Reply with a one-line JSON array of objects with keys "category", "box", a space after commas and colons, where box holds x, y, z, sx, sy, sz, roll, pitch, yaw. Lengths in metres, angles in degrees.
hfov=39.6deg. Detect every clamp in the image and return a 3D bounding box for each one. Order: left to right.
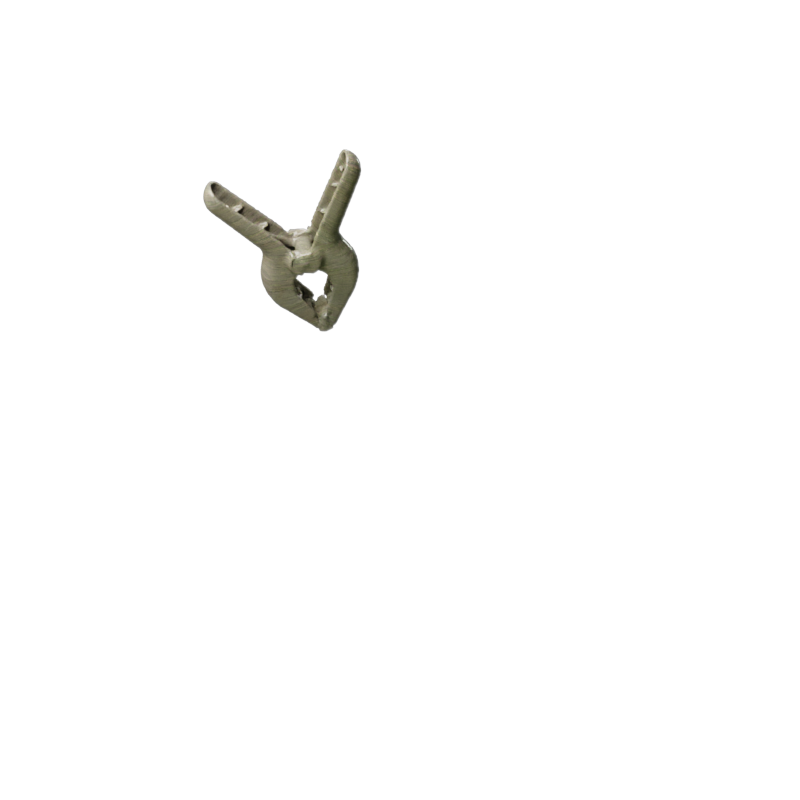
[{"category": "clamp", "box": [-0.069, -0.125, 0.876, 0.121, 0.042, 0.158, -14, -43, 15]}]
